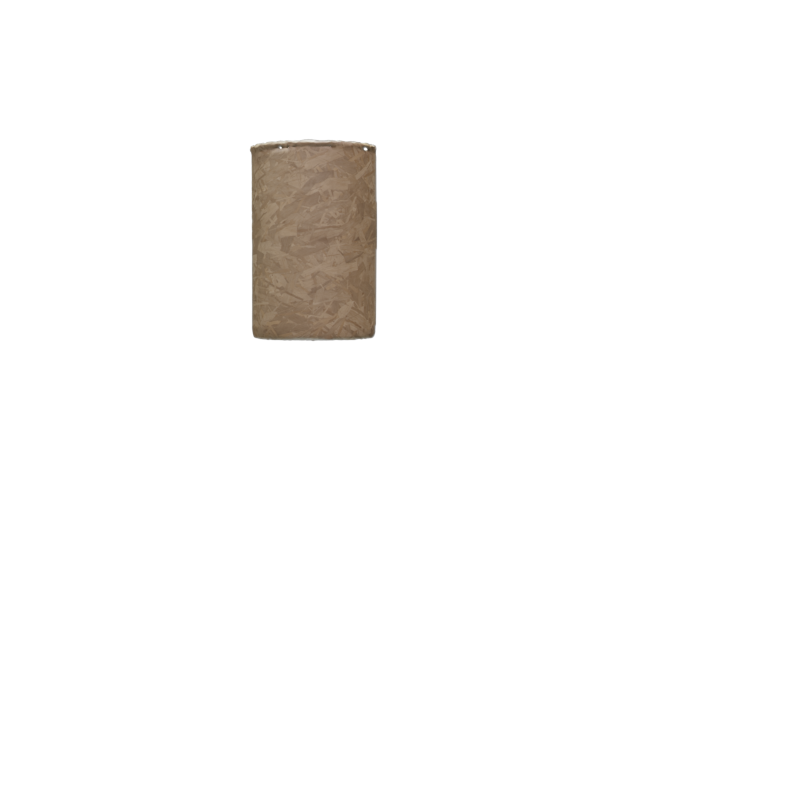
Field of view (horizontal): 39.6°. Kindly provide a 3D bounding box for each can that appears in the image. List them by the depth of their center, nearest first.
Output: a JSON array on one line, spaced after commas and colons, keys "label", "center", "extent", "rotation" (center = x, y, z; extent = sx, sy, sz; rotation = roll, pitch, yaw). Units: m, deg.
[{"label": "can", "center": [-0.046, -0.085, 0.592], "extent": [0.068, 0.102, 0.069], "rotation": [0, 1, -2]}]
